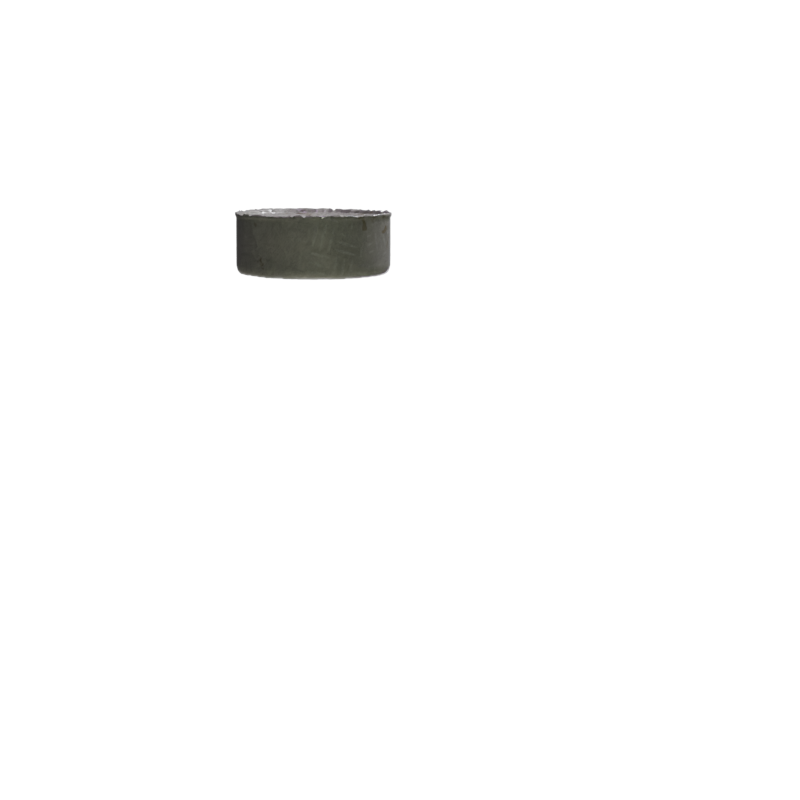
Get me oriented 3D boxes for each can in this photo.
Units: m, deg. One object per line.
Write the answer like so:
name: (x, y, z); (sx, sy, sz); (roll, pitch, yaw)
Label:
can: (-0.048, -0.087, 0.607); (0.086, 0.033, 0.088); (0, 11, -2)
